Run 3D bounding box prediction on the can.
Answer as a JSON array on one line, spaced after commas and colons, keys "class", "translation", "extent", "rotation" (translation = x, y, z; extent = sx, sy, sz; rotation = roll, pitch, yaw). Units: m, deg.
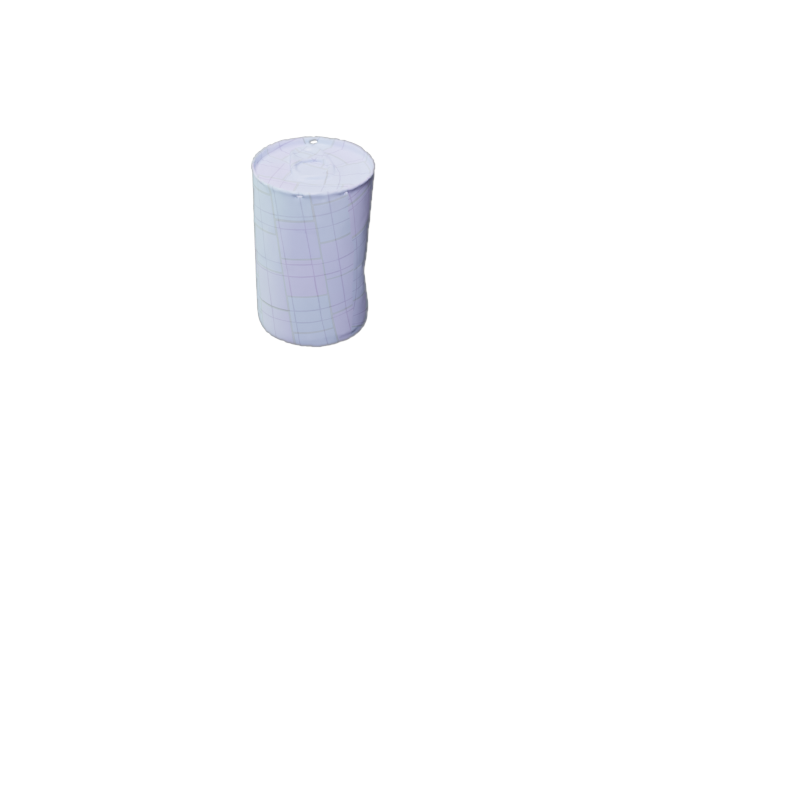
[{"class": "can", "translation": [-0.050, -0.090, 0.633], "extent": [0.068, 0.096, 0.073], "rotation": [0, 35, -3]}]
